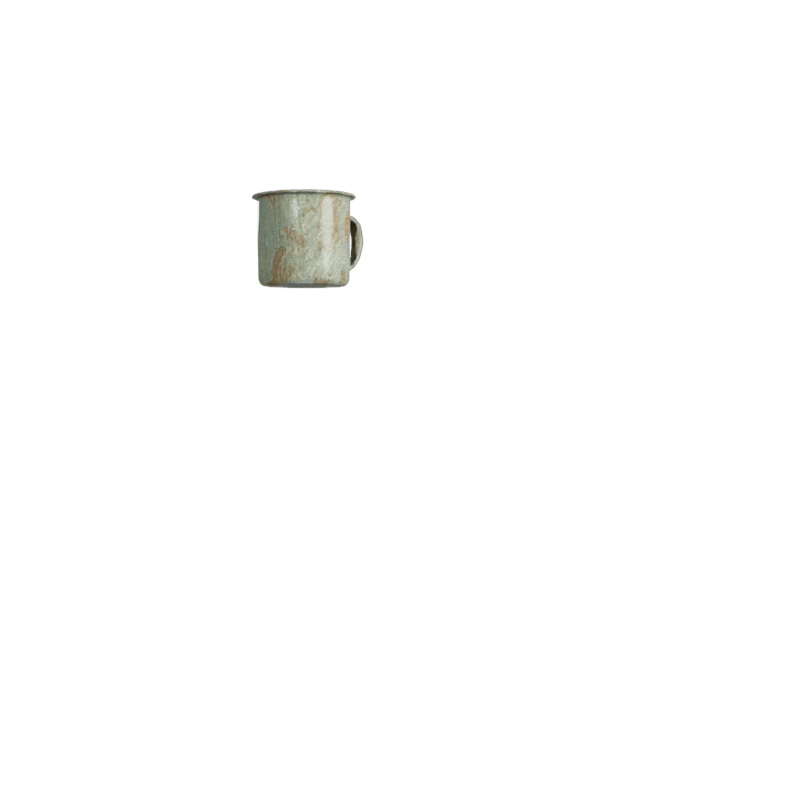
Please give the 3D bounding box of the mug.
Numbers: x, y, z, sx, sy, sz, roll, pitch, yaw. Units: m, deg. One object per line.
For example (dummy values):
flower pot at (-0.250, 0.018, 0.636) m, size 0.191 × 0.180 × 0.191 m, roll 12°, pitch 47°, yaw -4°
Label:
mug at (-0.078, -0.143, 0.998) m, size 0.097 × 0.082 × 0.112 m, roll 0°, pitch 0°, yaw 42°
